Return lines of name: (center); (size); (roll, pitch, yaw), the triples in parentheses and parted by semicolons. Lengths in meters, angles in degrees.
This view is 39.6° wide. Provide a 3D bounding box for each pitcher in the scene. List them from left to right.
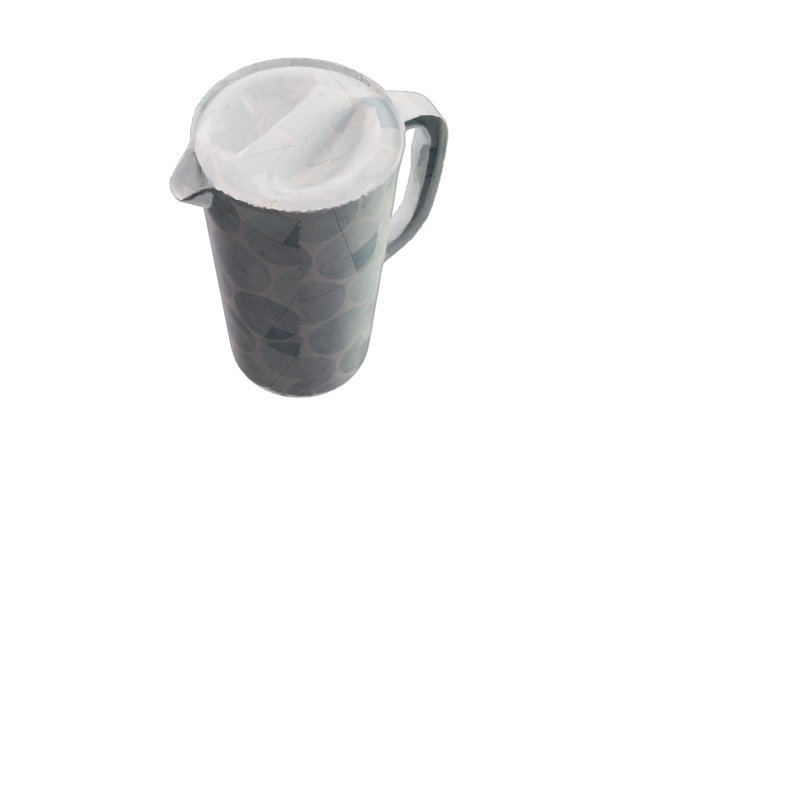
pitcher: (-0.060, -0.110, 0.771); (0.152, 0.152, 0.227); (16, -33, 8)
